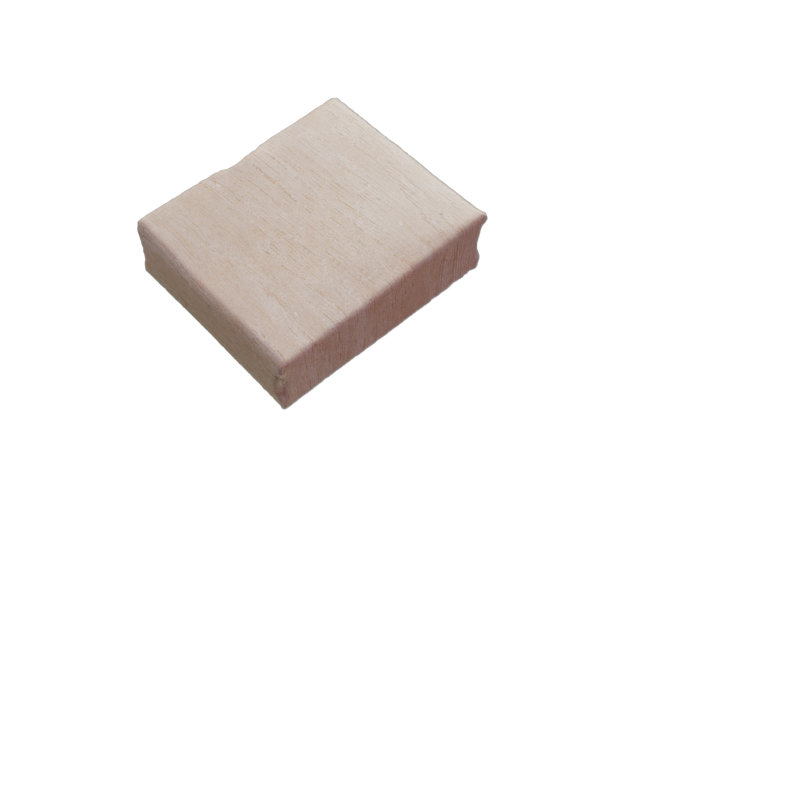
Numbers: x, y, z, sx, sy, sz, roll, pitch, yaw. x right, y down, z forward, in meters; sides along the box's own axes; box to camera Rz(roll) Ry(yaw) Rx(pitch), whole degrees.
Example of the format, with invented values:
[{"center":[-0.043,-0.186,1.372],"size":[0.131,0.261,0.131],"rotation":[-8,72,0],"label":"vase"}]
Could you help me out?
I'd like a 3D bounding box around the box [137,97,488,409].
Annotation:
[{"center":[-0.028,-0.052,0.361],"size":[0.090,0.078,0.028],"rotation":[-37,-27,-23],"label":"box"}]
